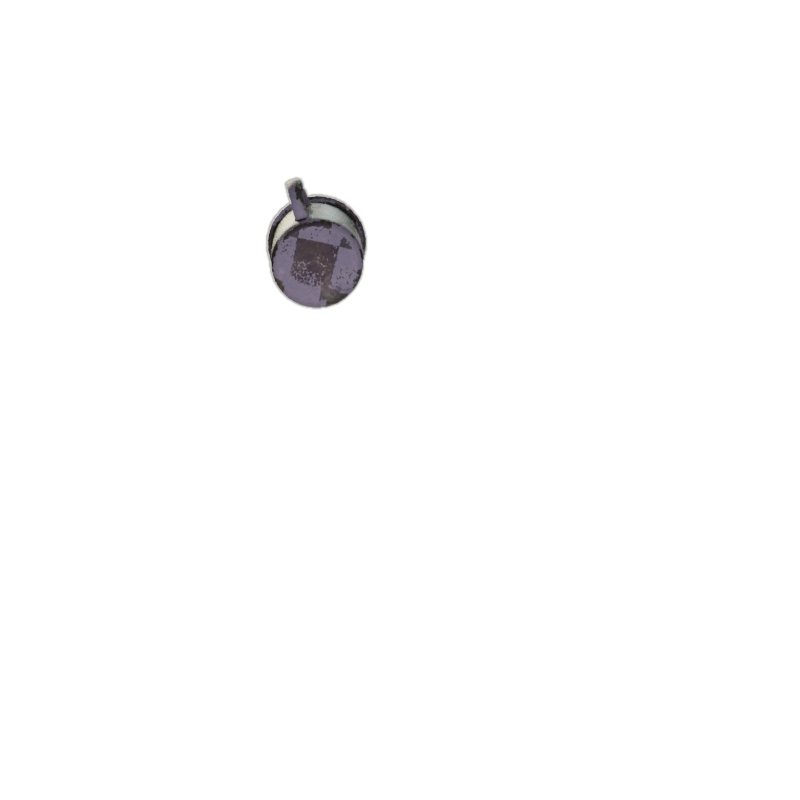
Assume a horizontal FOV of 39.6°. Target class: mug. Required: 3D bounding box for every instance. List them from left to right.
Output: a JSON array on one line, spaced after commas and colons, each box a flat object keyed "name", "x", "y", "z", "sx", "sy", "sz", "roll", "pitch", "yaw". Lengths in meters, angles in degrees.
[{"name": "mug", "x": -0.078, "y": -0.142, "z": 0.995, "sx": 0.093, "sy": 0.113, "sz": 0.085, "roll": -15, "pitch": 16, "yaw": 3}]
